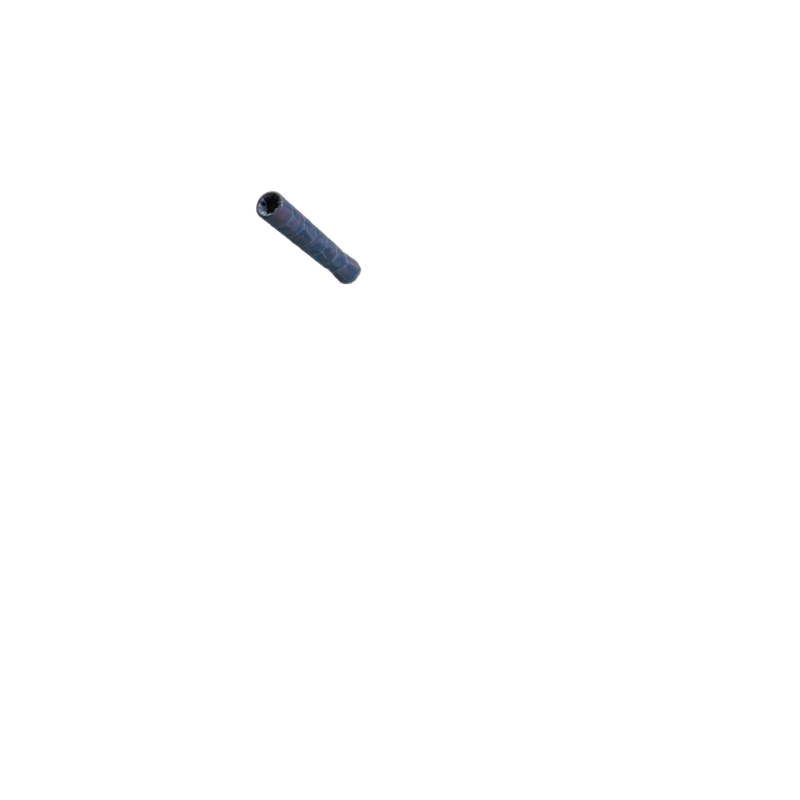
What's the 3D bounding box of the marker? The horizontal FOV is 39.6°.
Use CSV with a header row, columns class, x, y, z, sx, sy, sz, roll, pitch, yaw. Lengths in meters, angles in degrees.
class,x,y,z,sx,sy,sz,roll,pitch,yaw
marker,-0.057,-0.104,0.726,0.020,0.020,0.113,2,-16,27
